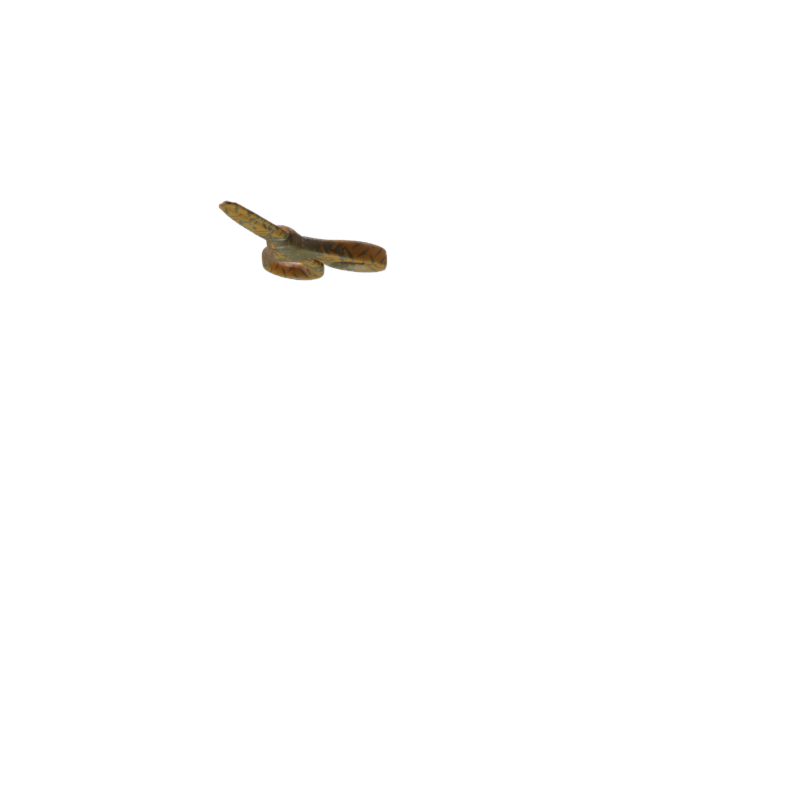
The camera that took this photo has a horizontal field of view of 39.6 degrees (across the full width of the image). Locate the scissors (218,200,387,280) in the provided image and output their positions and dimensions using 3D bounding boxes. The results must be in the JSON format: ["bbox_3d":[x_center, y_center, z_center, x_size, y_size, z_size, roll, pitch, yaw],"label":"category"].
[{"bbox_3d":[-0.056,-0.101,0.710,0.096,0.016,0.197,0,-4,-1],"label":"scissors"}]
